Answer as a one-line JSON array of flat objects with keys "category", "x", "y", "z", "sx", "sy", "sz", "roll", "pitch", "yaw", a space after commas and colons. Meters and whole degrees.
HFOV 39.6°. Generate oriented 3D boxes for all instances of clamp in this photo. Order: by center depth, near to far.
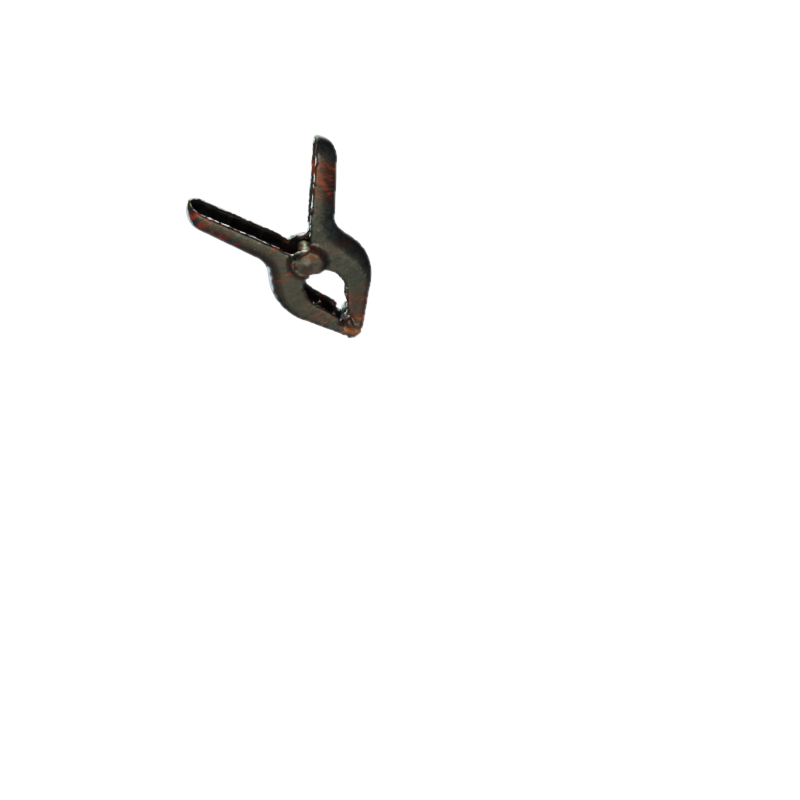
[{"category": "clamp", "x": -0.066, "y": -0.120, "z": 0.840, "sx": 0.120, "sy": 0.042, "sz": 0.160, "roll": -29, "pitch": -54, "yaw": 23}]
